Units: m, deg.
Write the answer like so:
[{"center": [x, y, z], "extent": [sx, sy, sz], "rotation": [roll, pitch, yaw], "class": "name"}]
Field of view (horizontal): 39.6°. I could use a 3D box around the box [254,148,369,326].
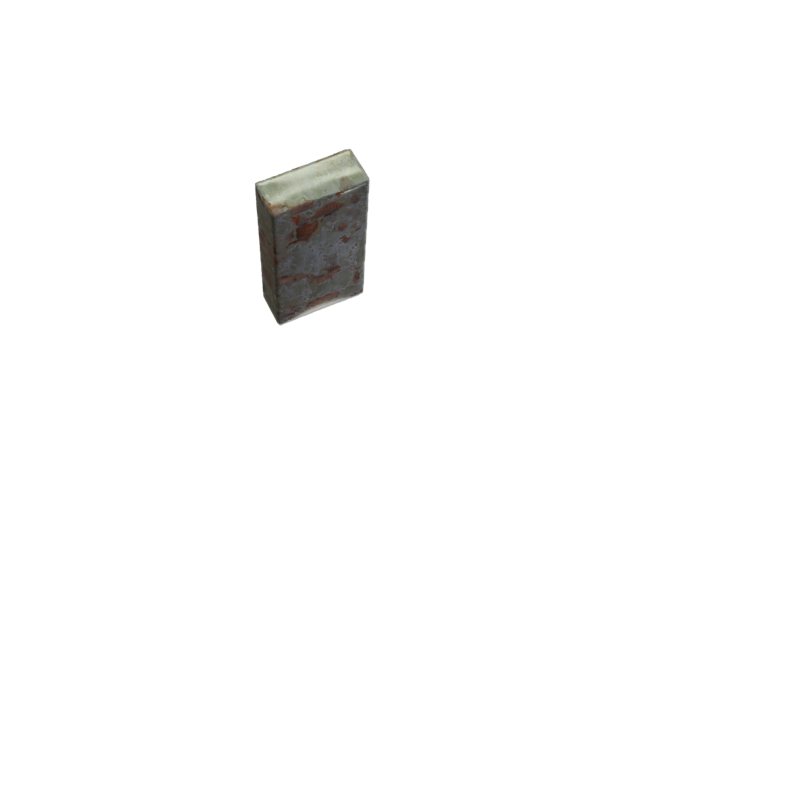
[{"center": [-0.078, -0.142, 0.997], "extent": [0.093, 0.051, 0.166], "rotation": [-23, -23, -15], "class": "box"}]
